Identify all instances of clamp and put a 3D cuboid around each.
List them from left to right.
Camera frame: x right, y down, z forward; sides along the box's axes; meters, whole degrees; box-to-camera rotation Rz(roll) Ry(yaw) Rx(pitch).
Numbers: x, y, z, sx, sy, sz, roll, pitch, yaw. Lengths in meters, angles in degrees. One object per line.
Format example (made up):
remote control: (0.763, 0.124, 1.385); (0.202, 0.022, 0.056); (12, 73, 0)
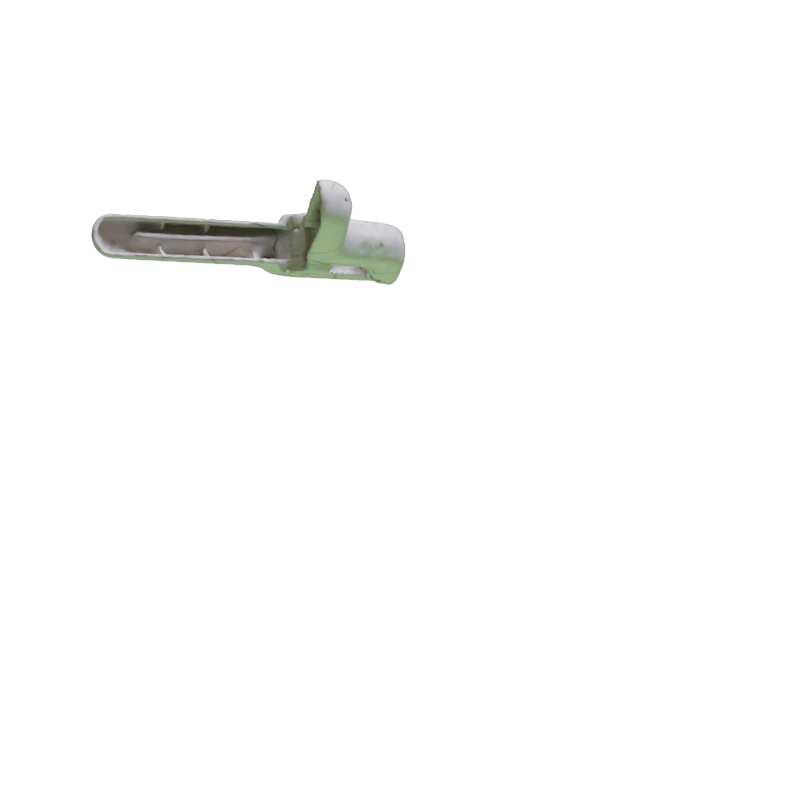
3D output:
clamp: (-0.051, -0.094, 0.655); (0.170, 0.037, 0.200); (-1, -2, 37)
